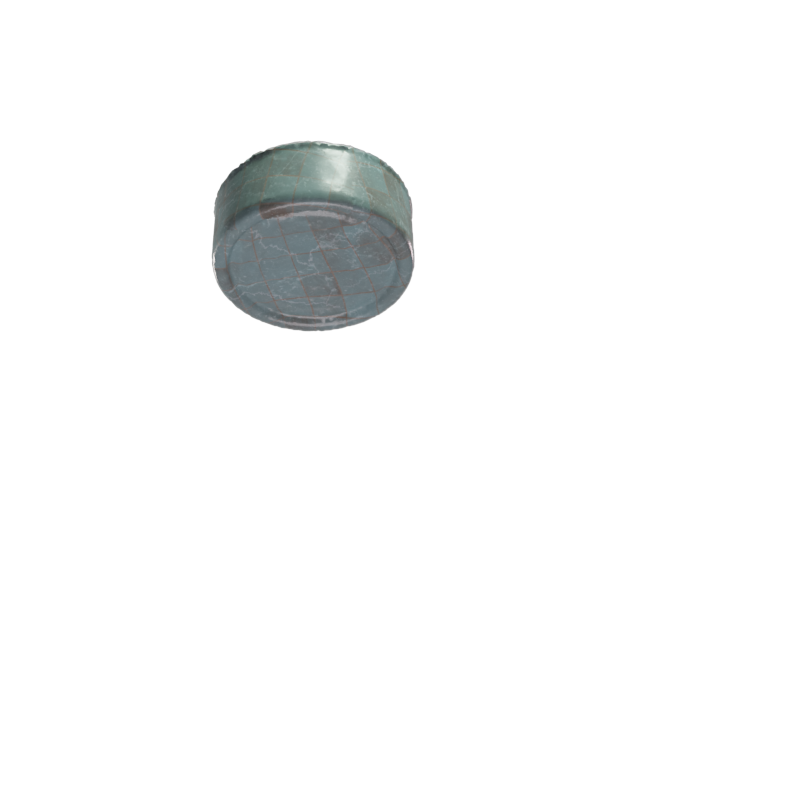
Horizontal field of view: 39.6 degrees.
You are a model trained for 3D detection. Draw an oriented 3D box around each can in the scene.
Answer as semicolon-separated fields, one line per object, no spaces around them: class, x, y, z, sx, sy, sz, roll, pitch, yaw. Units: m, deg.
can;-0.037;-0.067;0.469;0.086;0.036;0.080;1;-38;-2
